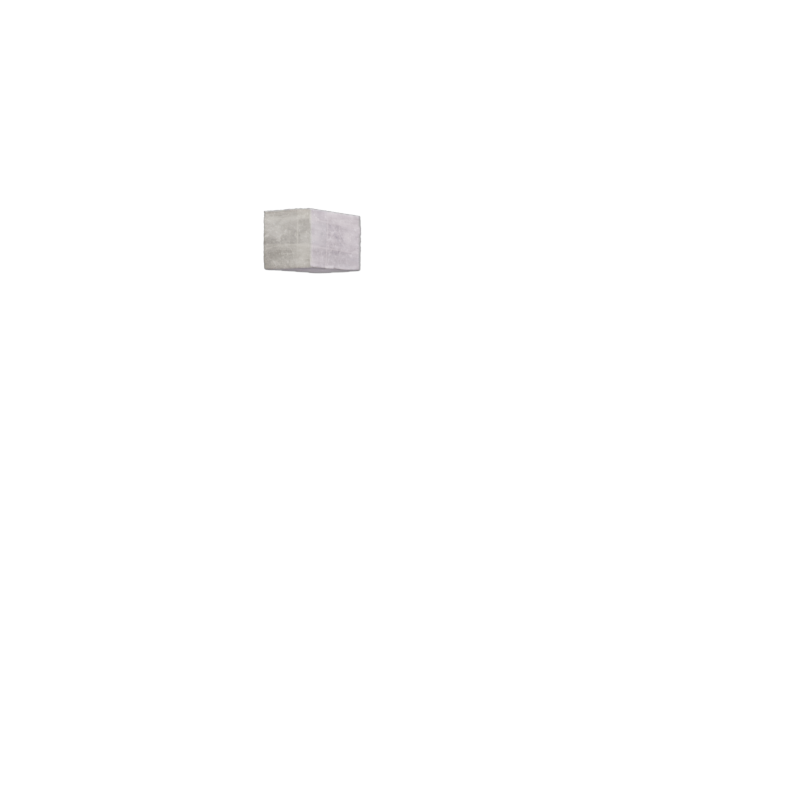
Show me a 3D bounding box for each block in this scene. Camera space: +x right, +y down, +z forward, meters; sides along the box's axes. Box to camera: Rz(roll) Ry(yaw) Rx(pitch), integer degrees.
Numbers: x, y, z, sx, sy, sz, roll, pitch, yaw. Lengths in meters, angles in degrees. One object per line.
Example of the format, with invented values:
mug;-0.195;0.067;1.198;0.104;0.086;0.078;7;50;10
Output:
block;-0.076;-0.138;0.969;0.054;0.052;0.075;0;1;33
